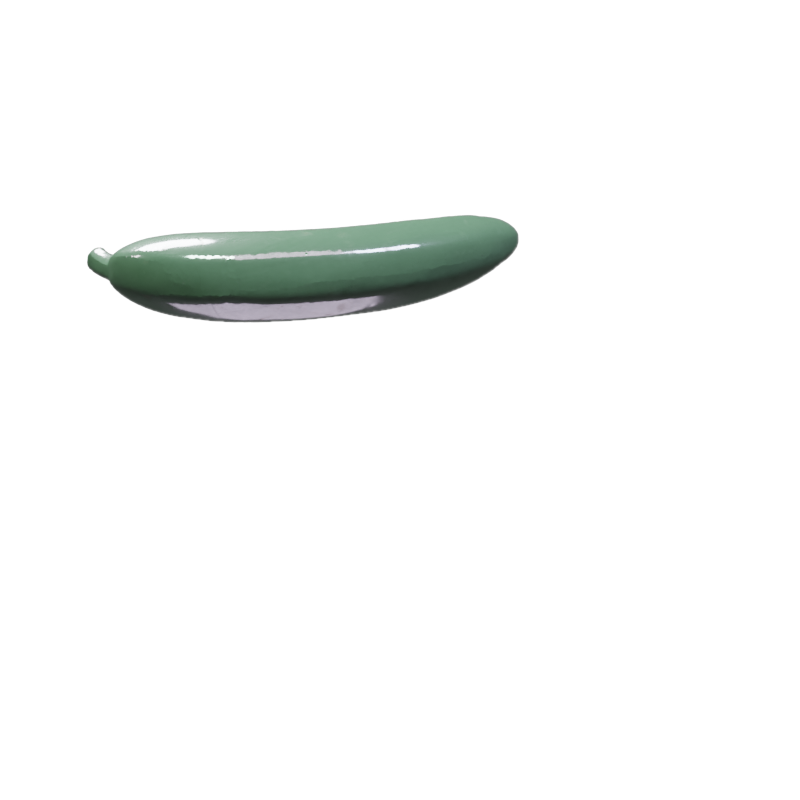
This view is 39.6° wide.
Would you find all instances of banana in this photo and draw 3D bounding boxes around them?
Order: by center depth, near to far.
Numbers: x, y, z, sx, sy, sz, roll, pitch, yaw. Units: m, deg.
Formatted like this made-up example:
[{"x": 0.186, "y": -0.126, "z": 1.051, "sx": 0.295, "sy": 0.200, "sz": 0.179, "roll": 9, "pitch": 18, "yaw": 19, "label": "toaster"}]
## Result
[{"x": -0.040, "y": -0.061, "z": 0.481, "sx": 0.197, "sy": 0.035, "sz": 0.074, "roll": -2, "pitch": 31, "yaw": -4, "label": "banana"}]
